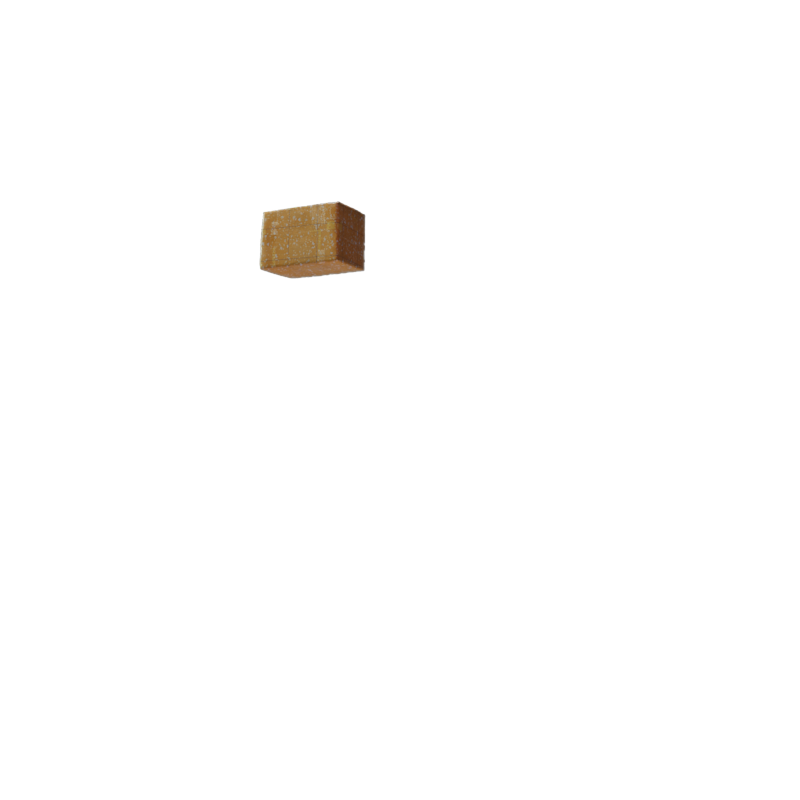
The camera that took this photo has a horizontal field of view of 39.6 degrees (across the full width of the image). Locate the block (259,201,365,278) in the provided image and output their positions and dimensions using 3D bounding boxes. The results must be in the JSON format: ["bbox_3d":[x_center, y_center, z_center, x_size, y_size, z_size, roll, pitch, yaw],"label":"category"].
[{"bbox_3d":[-0.075,-0.137,0.958,0.080,0.053,0.050,-4,-10,27],"label":"block"}]
